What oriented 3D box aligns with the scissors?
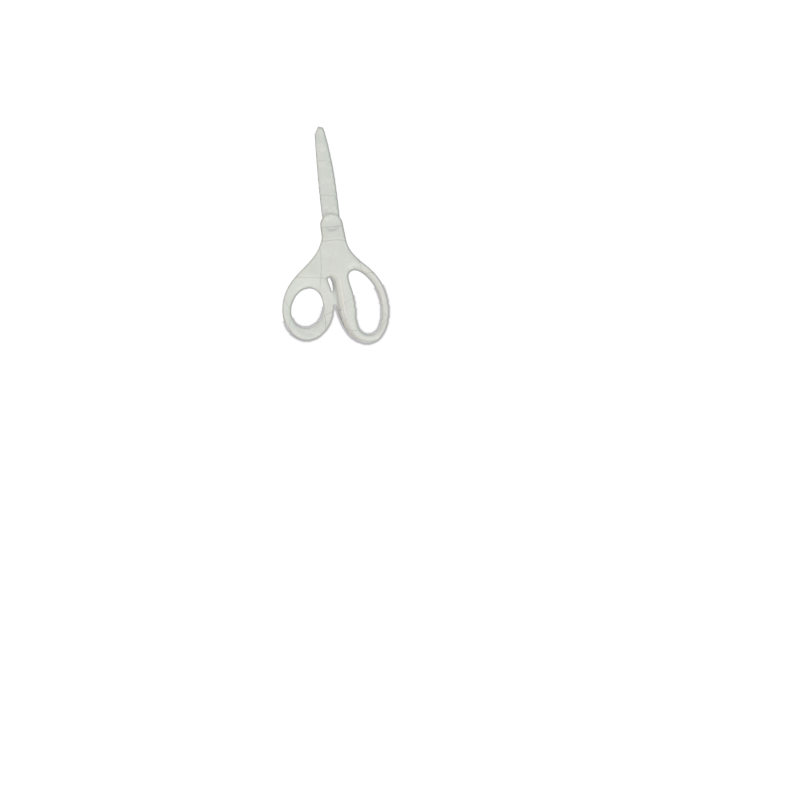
[{"bbox_3d":[-0.073,-0.134,0.937,0.096,0.213,0.015,-20,-21,-8],"label":"scissors"}]
